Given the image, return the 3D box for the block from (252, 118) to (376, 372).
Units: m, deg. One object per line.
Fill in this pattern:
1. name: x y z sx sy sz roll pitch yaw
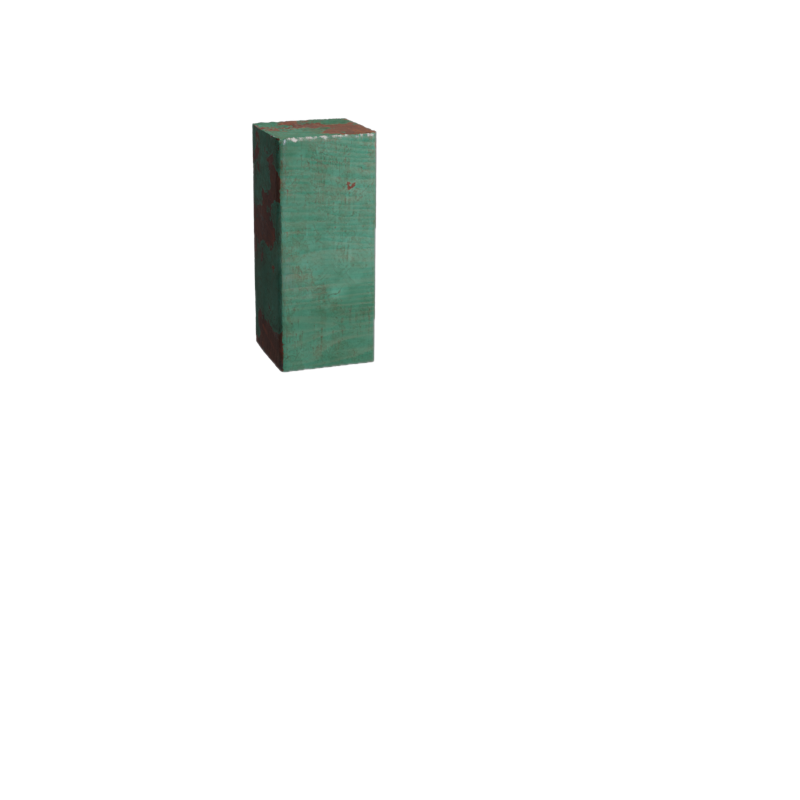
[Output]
1. block: -0.077 -0.140 0.985 0.089 0.199 0.095 -5 18 -19
